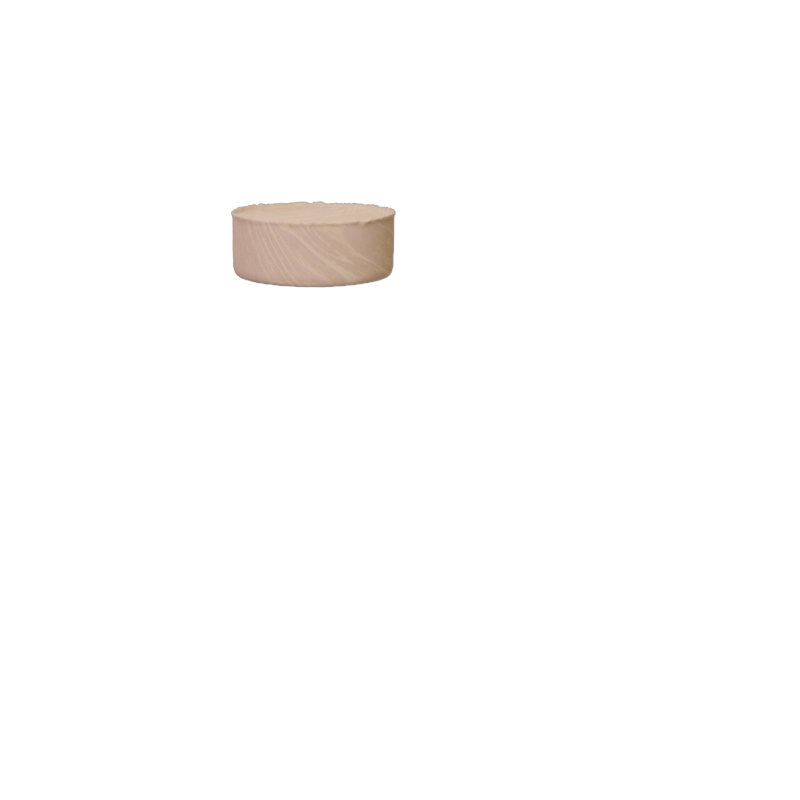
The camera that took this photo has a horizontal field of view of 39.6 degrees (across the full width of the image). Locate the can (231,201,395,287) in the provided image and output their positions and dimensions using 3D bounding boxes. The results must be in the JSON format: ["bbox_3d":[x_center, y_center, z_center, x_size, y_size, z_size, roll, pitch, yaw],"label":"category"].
[{"bbox_3d":[-0.045,-0.083,0.580,0.086,0.033,0.089,0,15,-2],"label":"can"}]
